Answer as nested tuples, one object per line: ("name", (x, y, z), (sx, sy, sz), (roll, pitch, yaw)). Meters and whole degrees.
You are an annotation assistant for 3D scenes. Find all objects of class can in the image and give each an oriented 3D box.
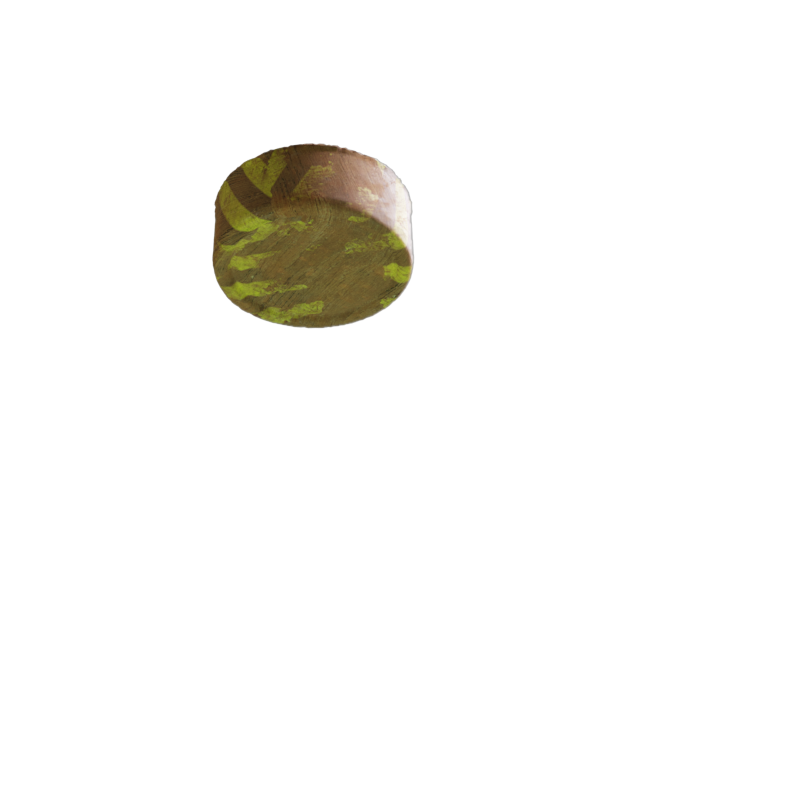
("can", (-0.037, -0.067, 0.471), (0.086, 0.036, 0.080), (1, -35, -2))
